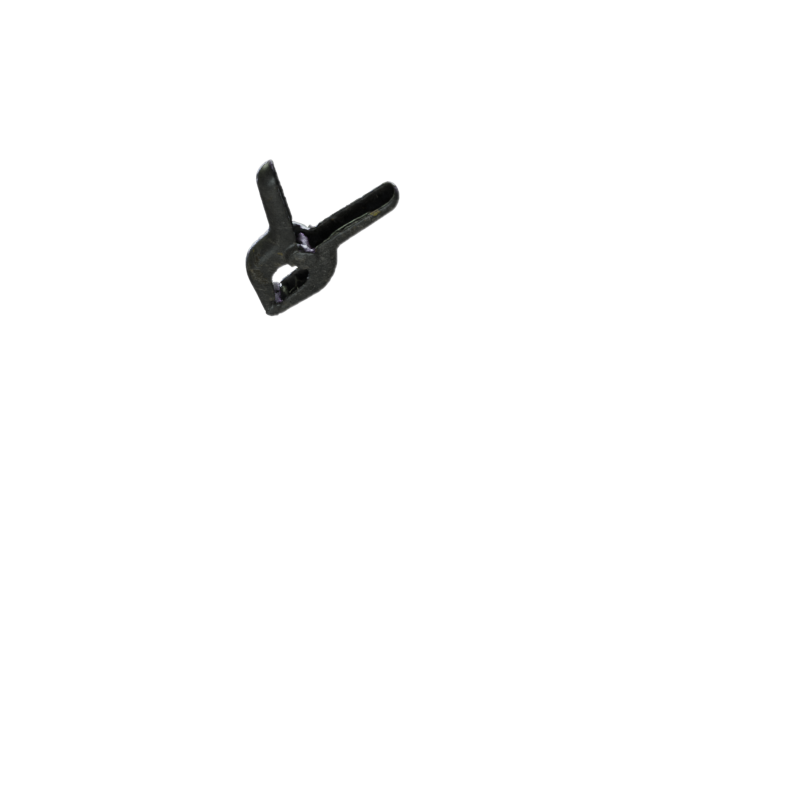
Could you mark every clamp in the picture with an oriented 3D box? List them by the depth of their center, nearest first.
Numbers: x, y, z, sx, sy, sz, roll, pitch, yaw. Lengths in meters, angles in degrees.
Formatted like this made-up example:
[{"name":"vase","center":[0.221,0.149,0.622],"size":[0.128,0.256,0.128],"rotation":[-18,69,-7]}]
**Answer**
[{"name":"clamp","center":[-0.073,-0.134,0.938],"size":[0.118,0.042,0.163],"rotation":[8,-37,-11]}]
